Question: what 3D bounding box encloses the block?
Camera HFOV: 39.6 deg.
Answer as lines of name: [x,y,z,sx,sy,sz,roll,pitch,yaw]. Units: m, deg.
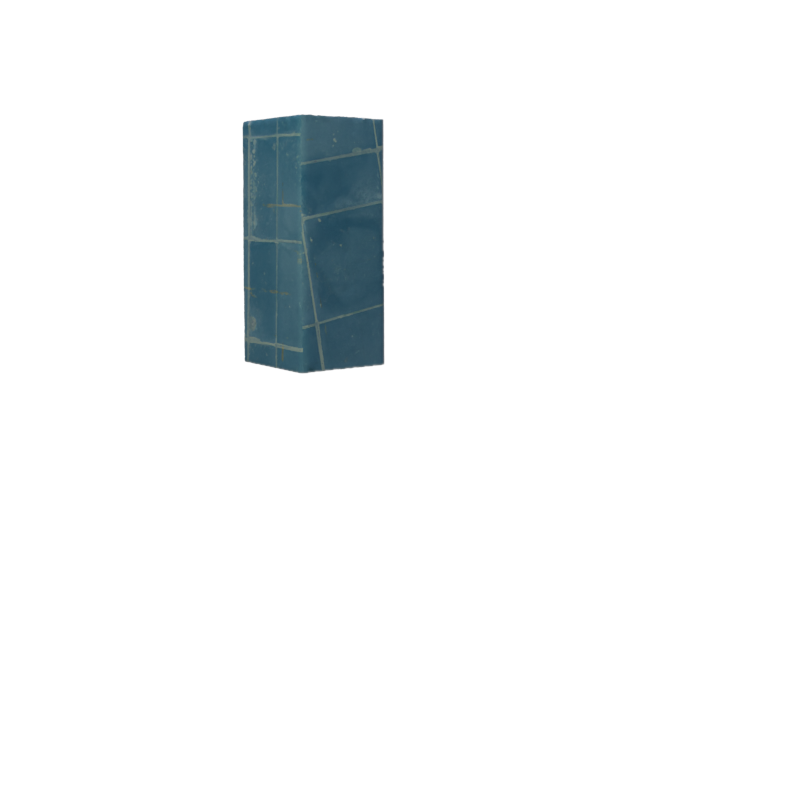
block: [-0.074,-0.134,0.940,0.087,0.205,0.095,-2,4,-38]
